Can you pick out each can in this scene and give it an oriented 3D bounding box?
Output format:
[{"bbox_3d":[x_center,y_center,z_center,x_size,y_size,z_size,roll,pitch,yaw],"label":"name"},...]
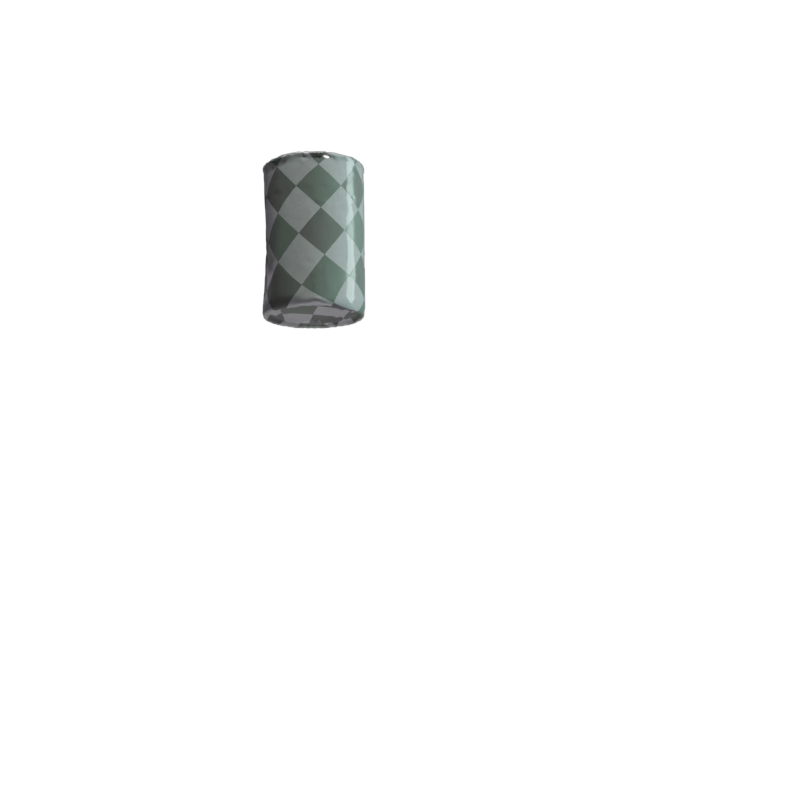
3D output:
[{"bbox_3d":[-0.057,-0.103,0.725,0.068,0.106,0.066,0,-15,-2],"label":"can"}]
